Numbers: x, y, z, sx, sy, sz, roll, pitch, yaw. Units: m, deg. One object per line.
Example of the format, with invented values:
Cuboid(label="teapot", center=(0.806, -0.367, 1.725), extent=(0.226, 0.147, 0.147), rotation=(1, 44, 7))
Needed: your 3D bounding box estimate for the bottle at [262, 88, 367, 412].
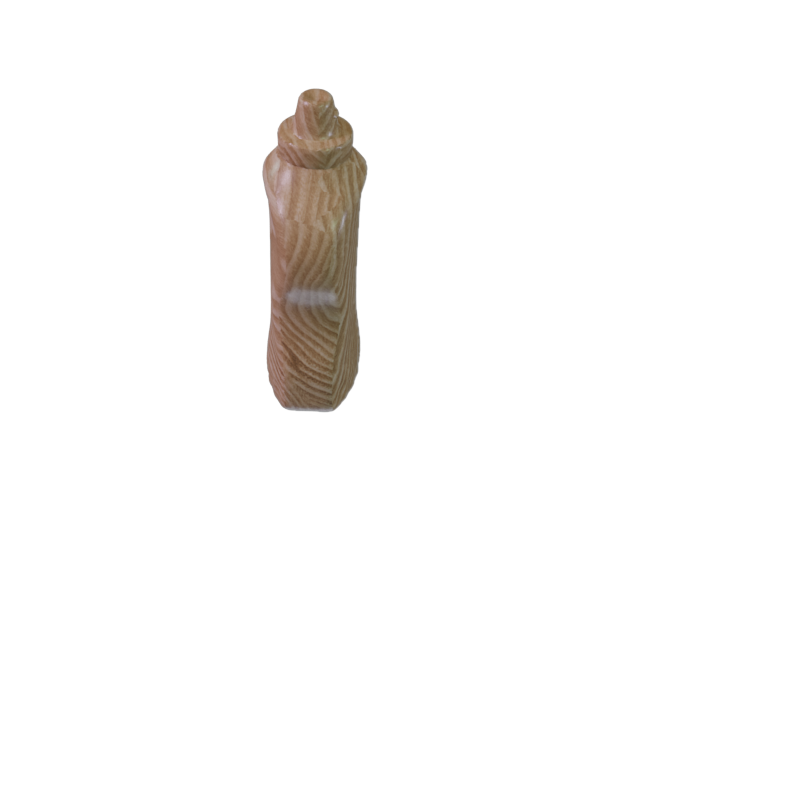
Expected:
Cuboid(label="bottle", center=(-0.050, -0.091, 0.638), extent=(0.059, 0.179, 0.102), rotation=(4, 40, 0))
